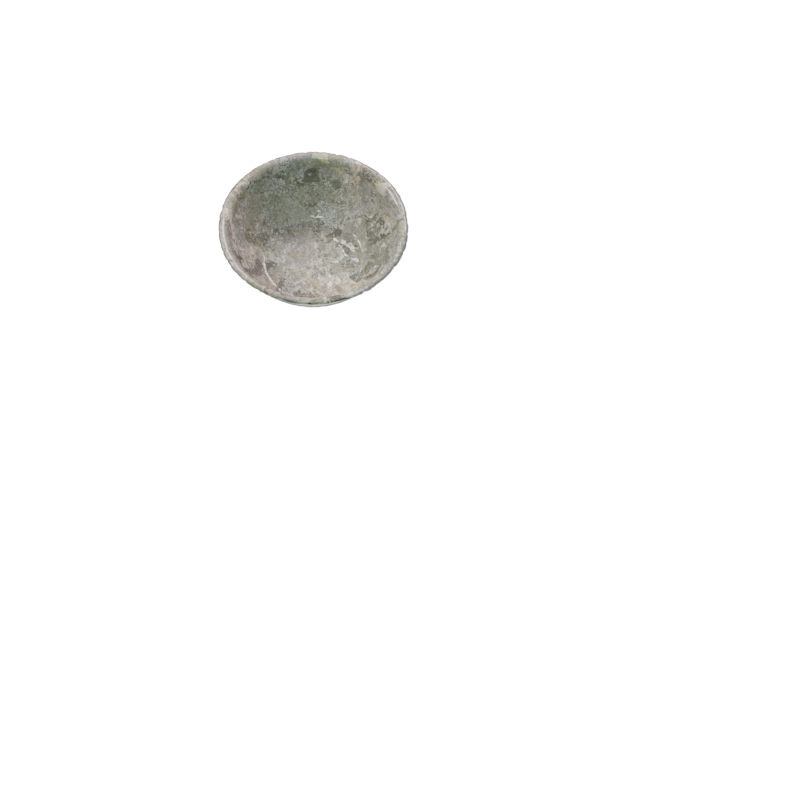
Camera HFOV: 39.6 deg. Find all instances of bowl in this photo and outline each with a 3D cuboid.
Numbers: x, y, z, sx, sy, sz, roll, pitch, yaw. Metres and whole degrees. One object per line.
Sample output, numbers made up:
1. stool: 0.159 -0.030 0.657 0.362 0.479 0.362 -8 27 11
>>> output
1. bowl: -0.075 -0.137 0.960 0.162 0.173 0.051 -1 -33 -1
